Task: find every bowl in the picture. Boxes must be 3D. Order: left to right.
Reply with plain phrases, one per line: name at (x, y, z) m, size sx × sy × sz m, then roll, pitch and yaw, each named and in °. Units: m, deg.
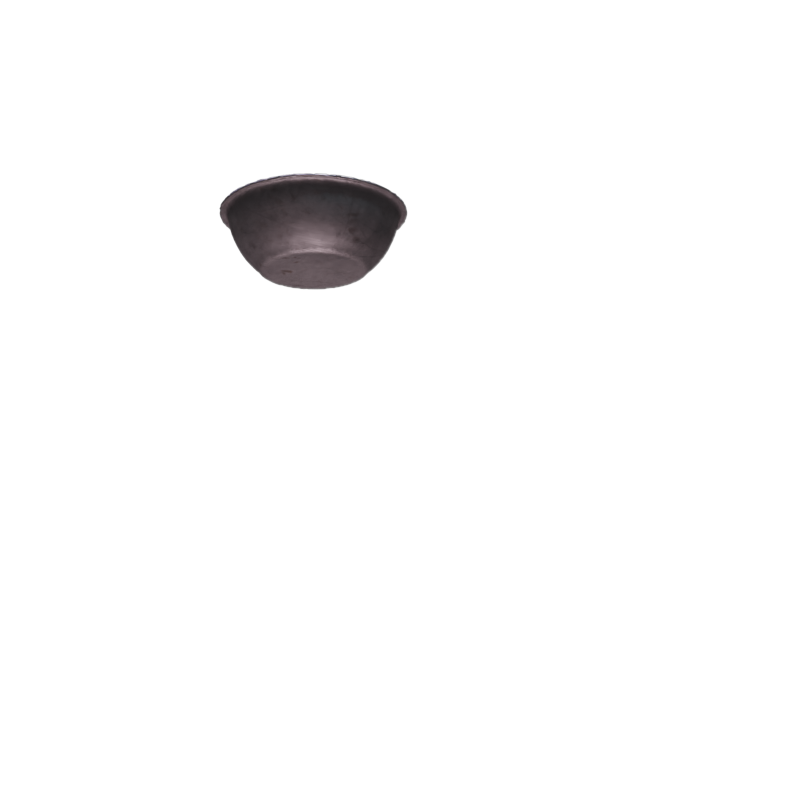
bowl at (-0.074, -0.135, 0.943) m, size 0.162 × 0.058 × 0.155 m, roll 0°, pitch -16°, yaw -2°
